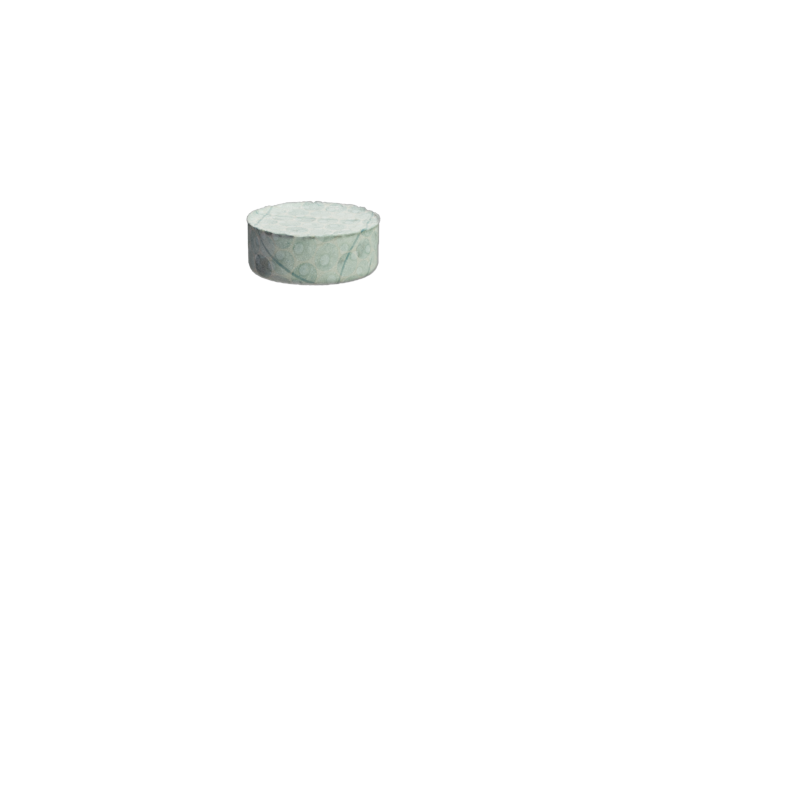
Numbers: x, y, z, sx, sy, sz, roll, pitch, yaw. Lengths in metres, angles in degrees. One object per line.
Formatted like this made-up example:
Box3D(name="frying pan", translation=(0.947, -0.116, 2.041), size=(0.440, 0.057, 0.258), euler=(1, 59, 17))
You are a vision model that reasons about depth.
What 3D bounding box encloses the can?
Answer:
Box3D(name="can", translation=(-0.056, -0.102, 0.713), size=(0.086, 0.032, 0.090), euler=(-1, 22, -2))
